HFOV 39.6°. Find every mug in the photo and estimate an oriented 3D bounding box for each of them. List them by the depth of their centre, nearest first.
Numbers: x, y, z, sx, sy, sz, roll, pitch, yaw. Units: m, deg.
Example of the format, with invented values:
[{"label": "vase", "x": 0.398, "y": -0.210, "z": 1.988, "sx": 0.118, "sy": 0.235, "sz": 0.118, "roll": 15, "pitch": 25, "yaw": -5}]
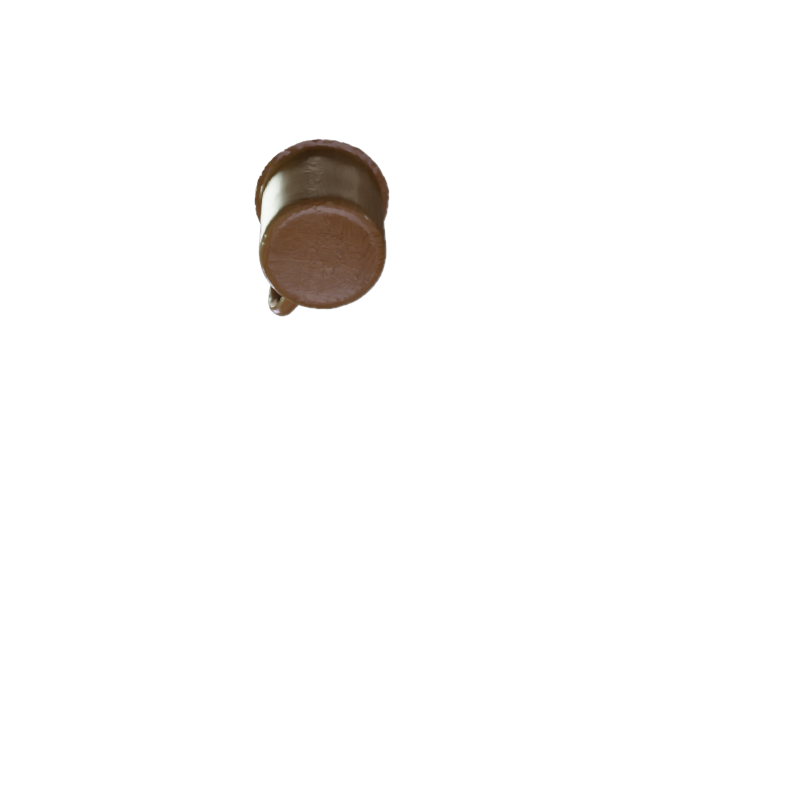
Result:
[{"label": "mug", "x": -0.058, "y": -0.105, "z": 0.736, "sx": 0.090, "sy": 0.114, "sz": 0.087, "roll": 26, "pitch": 28, "yaw": -18}]
